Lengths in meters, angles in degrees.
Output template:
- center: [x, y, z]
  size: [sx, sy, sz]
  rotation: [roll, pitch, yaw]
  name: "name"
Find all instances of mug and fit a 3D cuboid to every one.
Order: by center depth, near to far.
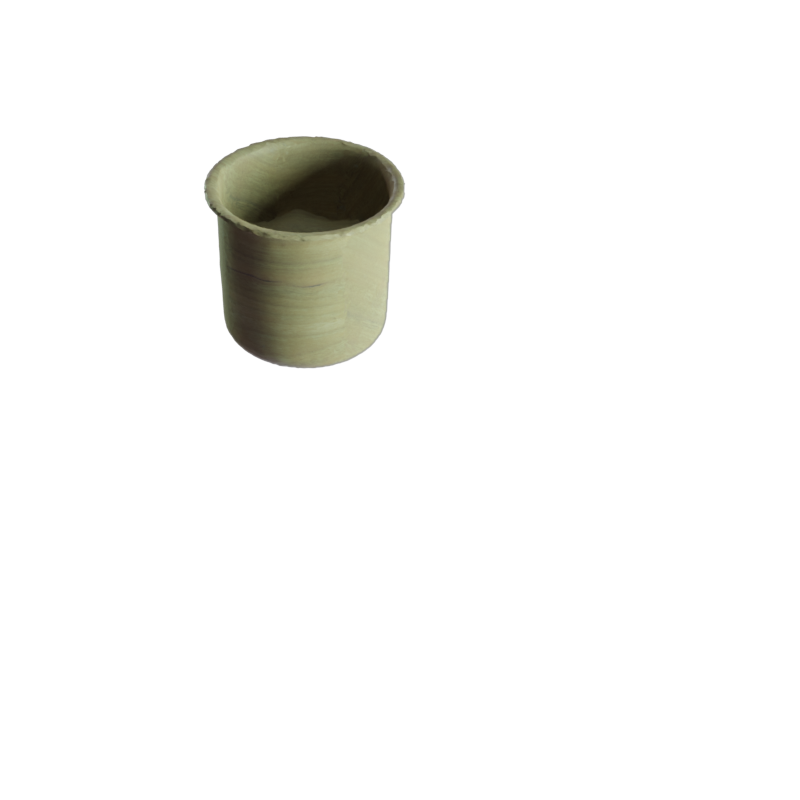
- center: [-0.043, -0.078, 0.544]
  size: [0.095, 0.076, 0.122]
  rotation: [11, 39, 13]
  name: "mug"
